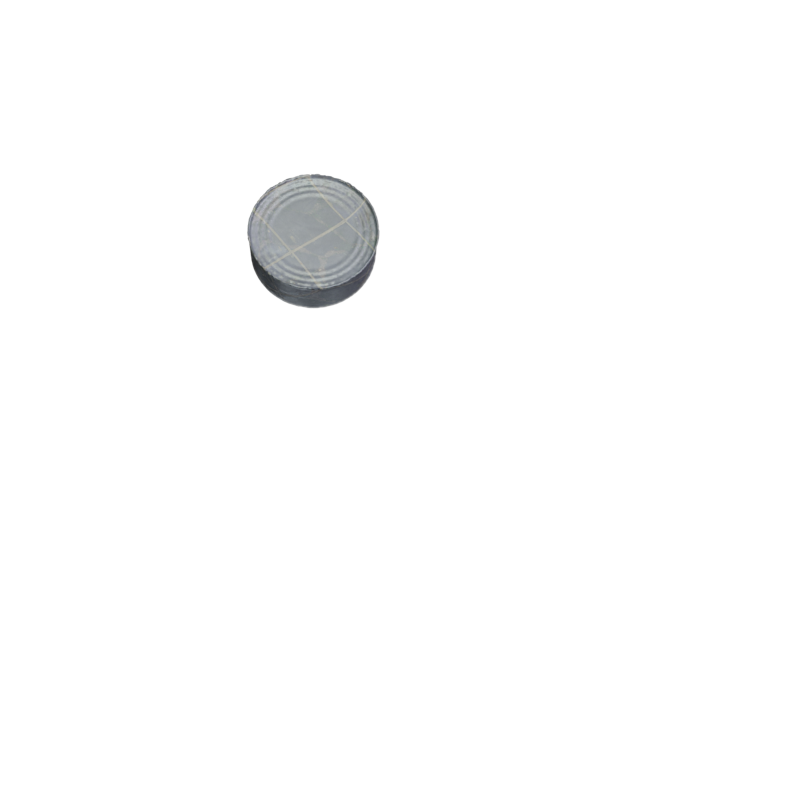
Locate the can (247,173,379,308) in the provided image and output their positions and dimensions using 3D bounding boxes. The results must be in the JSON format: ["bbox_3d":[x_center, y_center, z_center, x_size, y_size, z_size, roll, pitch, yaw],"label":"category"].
[{"bbox_3d":[-0.057,-0.105,0.734,0.086,0.091,0.032,-1,-26,-1],"label":"can"}]
